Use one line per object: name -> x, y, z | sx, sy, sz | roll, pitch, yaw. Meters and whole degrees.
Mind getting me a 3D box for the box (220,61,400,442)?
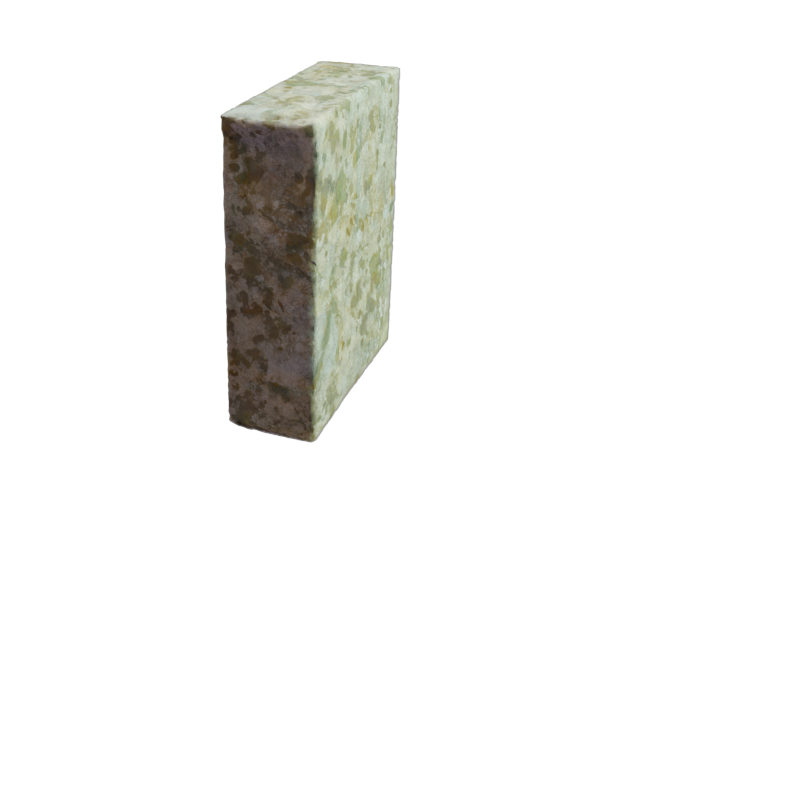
box -> -0.059, -0.107, 0.749 | 0.074, 0.203, 0.168 | 8, 26, 15
